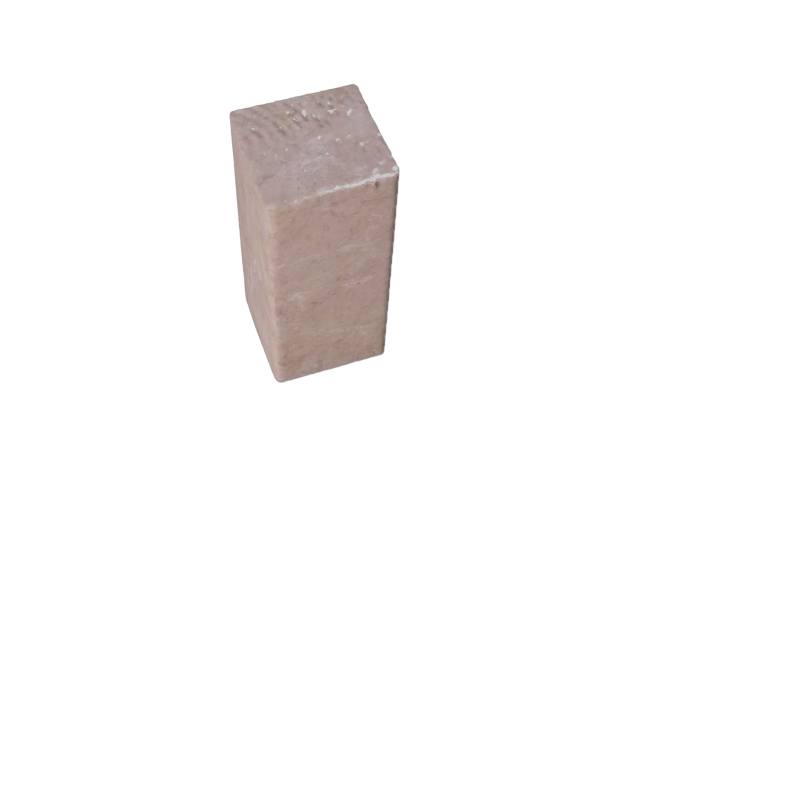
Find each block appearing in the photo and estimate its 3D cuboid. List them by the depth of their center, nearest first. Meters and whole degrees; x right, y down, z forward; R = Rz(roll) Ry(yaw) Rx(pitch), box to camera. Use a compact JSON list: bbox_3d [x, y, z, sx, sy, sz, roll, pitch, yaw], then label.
[{"bbox_3d":[-0.061,-0.111,0.785,0.090,0.097,0.193,-15,-31,-13],"label":"block"}]
